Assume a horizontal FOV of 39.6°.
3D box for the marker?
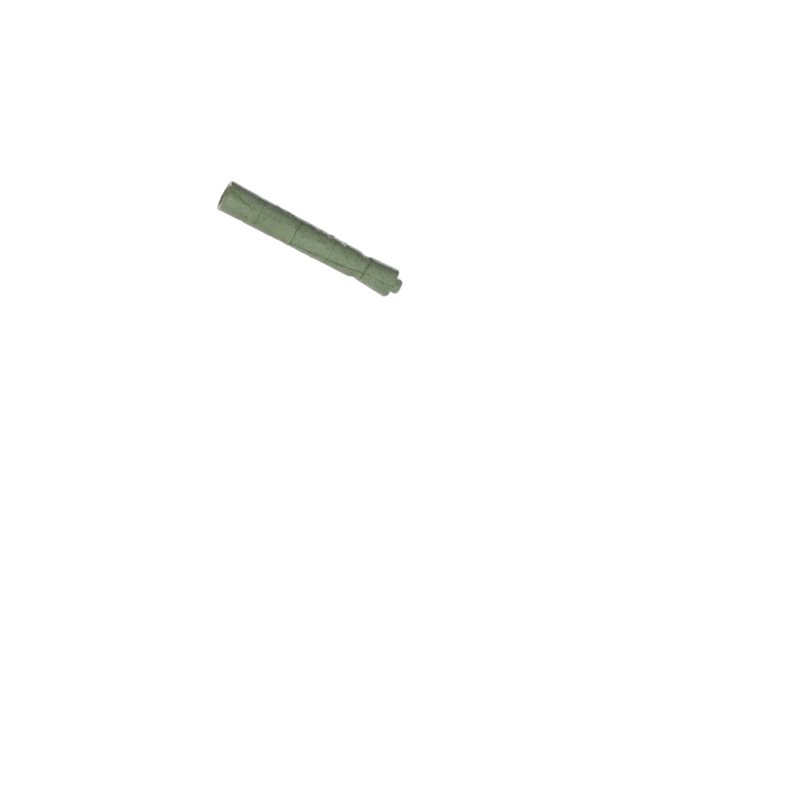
[{"bbox_3d":[-0.052,-0.094,0.660,0.117,0.020,0.020,27,-4,-13],"label":"marker"}]
